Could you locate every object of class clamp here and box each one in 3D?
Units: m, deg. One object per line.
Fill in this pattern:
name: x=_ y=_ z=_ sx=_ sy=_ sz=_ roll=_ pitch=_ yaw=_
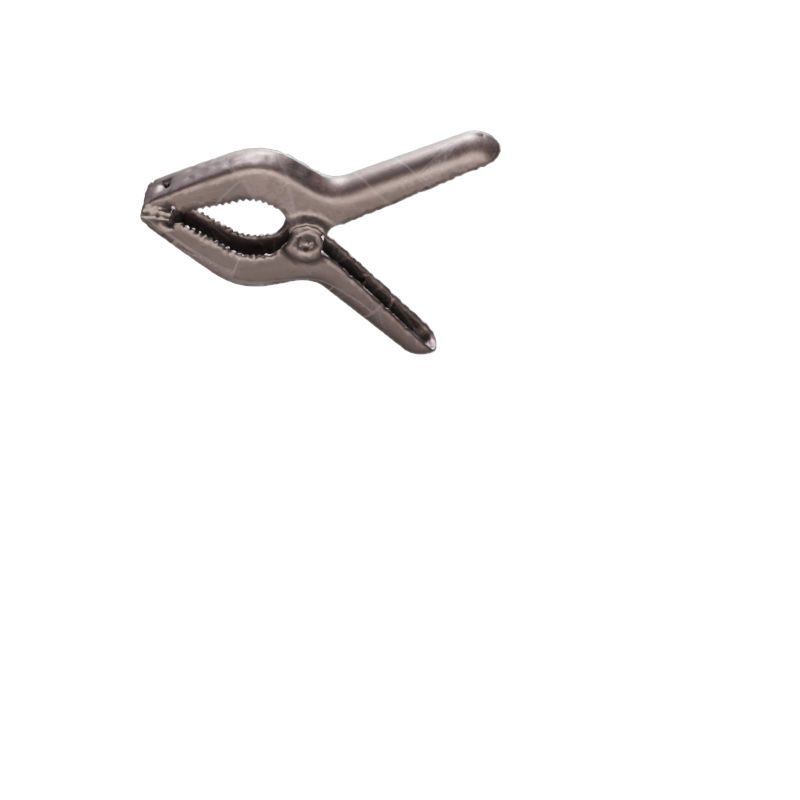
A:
clamp: x=-0.054 y=-0.098 z=0.687 sx=0.209 sy=0.154 sz=0.039 roll=4 pitch=36 yaw=-3
